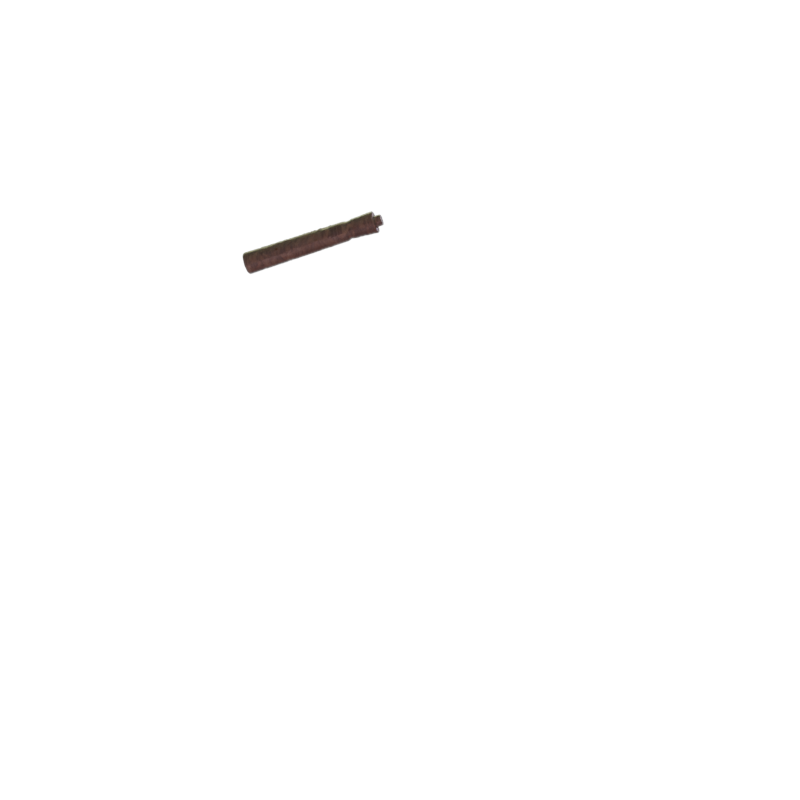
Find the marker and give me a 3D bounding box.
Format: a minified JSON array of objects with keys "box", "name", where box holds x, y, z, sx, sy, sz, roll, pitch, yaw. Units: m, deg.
[{"box":[-0.072,-0.131,0.921,0.122,0.020,0.020,-16,1,12],"name":"marker"}]
